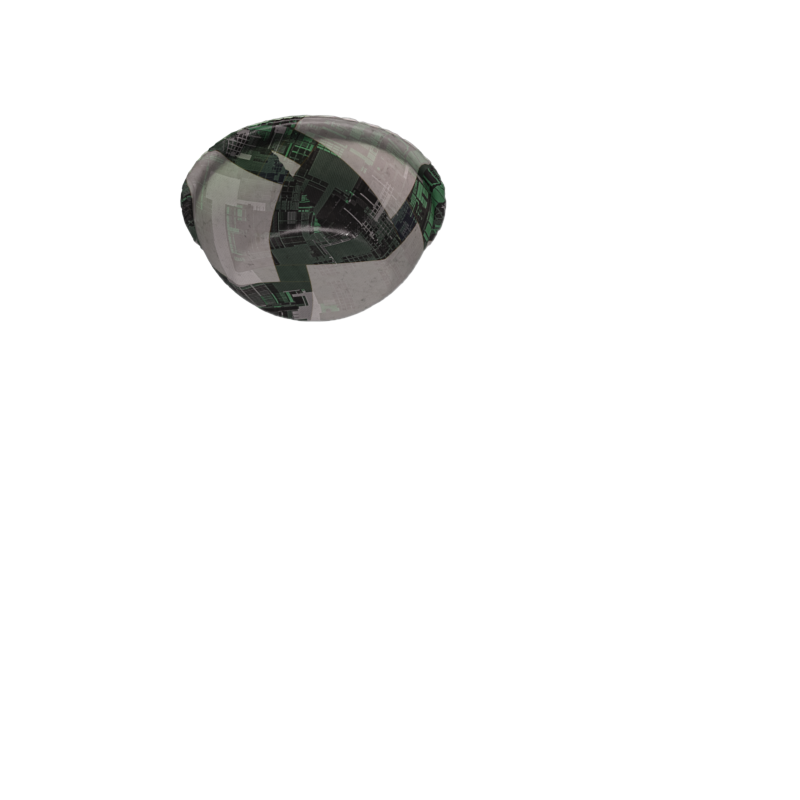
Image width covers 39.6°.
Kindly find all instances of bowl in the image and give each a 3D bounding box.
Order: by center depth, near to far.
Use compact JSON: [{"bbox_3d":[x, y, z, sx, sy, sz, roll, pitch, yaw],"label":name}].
[{"bbox_3d":[-0.052,-0.094,0.661,0.162,0.059,0.152,1,-34,-2],"label":"bowl"}]
